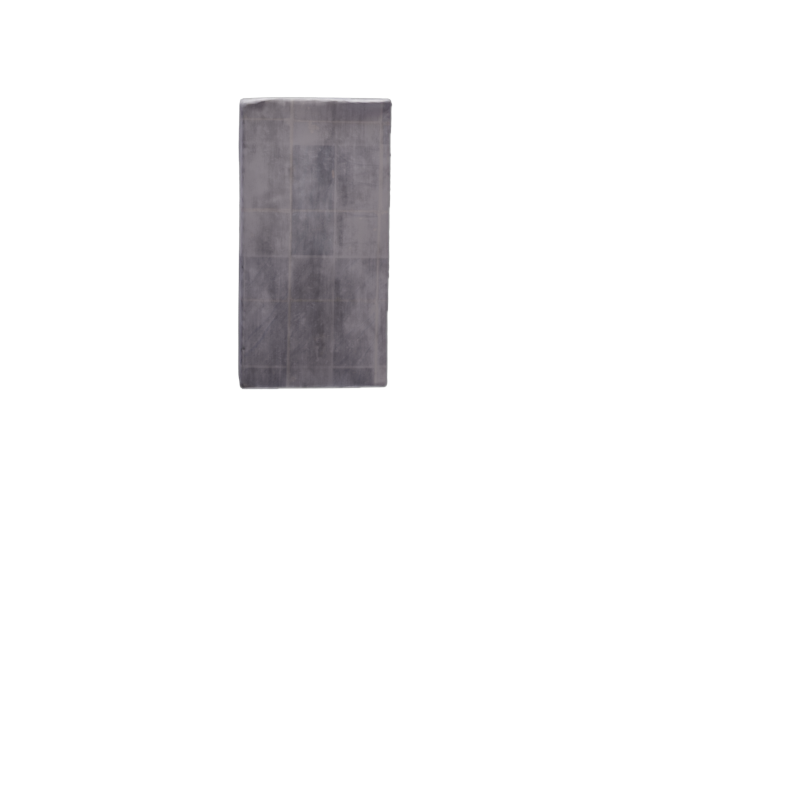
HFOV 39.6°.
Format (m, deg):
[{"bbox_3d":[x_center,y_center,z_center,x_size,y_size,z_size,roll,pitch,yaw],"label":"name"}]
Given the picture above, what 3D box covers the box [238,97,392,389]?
[{"bbox_3d":[-0.054,-0.097,0.682,0.093,0.173,0.049,-1,8,-7],"label":"box"}]
